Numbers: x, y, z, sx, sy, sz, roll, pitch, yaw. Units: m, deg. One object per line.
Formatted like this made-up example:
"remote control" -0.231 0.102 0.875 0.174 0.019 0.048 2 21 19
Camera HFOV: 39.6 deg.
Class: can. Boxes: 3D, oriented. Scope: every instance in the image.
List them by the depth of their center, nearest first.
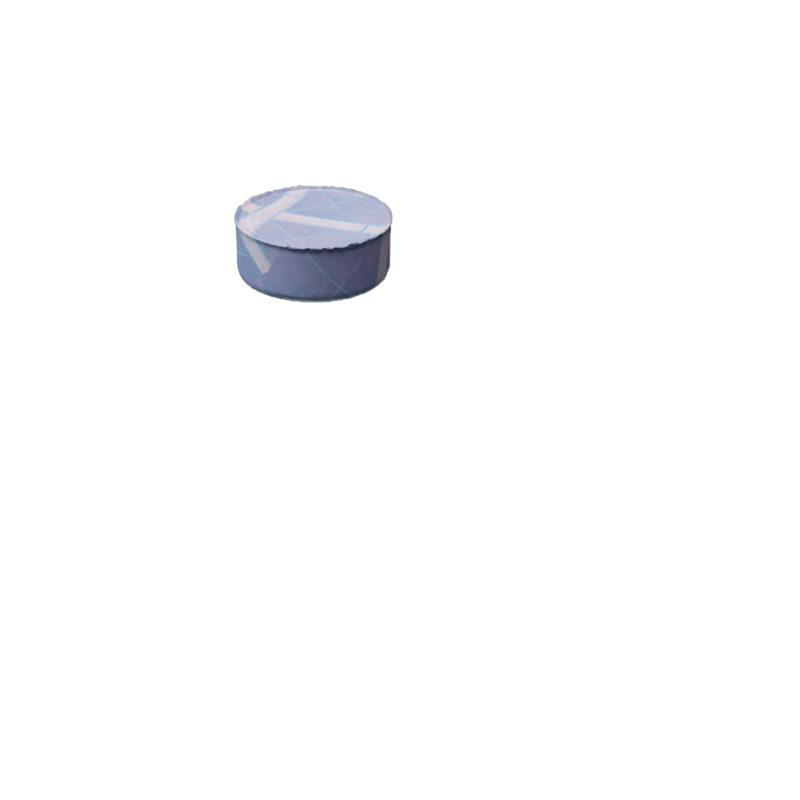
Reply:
"can" -0.047 -0.086 0.606 0.086 0.032 0.091 -1 30 -2
